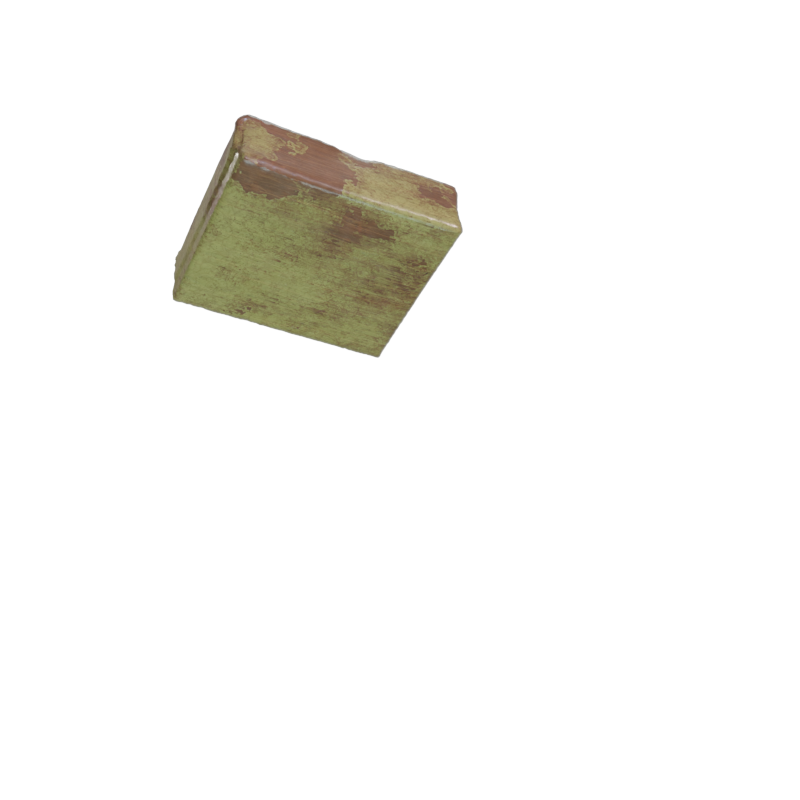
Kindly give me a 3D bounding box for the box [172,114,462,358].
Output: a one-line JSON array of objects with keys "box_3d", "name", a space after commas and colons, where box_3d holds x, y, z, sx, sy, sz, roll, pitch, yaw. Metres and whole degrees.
[{"box_3d": [-0.033, -0.060, 0.418, 0.087, 0.032, 0.070, 17, -49, -16], "name": "box"}]
